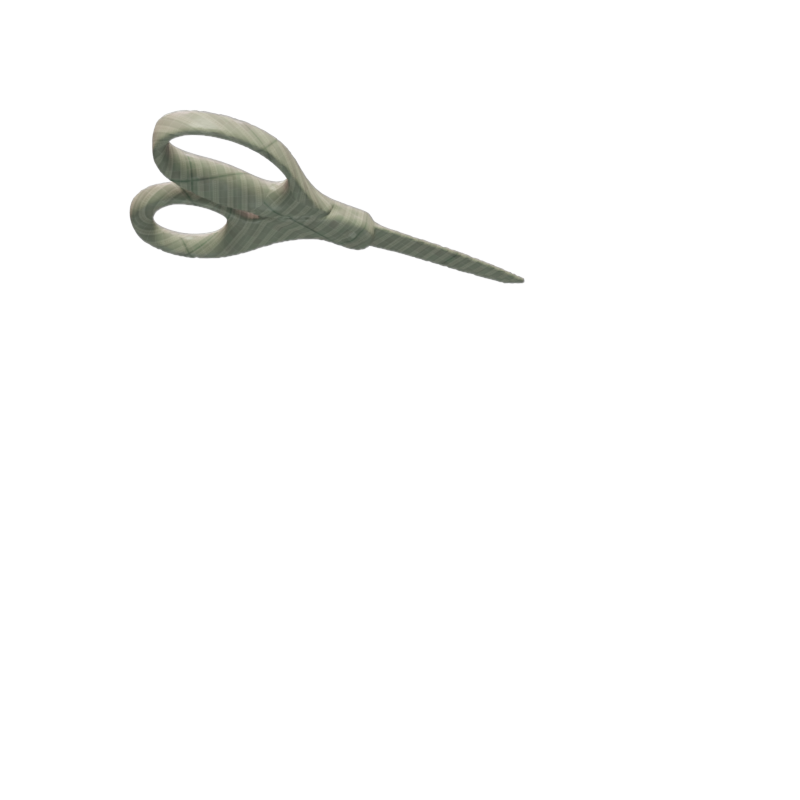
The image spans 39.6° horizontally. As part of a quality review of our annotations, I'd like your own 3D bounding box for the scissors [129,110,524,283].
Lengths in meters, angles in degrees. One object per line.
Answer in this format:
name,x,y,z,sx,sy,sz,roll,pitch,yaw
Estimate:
scissors,-0.042,-0.076,0.531,0.190,0.017,0.096,27,-42,-34
